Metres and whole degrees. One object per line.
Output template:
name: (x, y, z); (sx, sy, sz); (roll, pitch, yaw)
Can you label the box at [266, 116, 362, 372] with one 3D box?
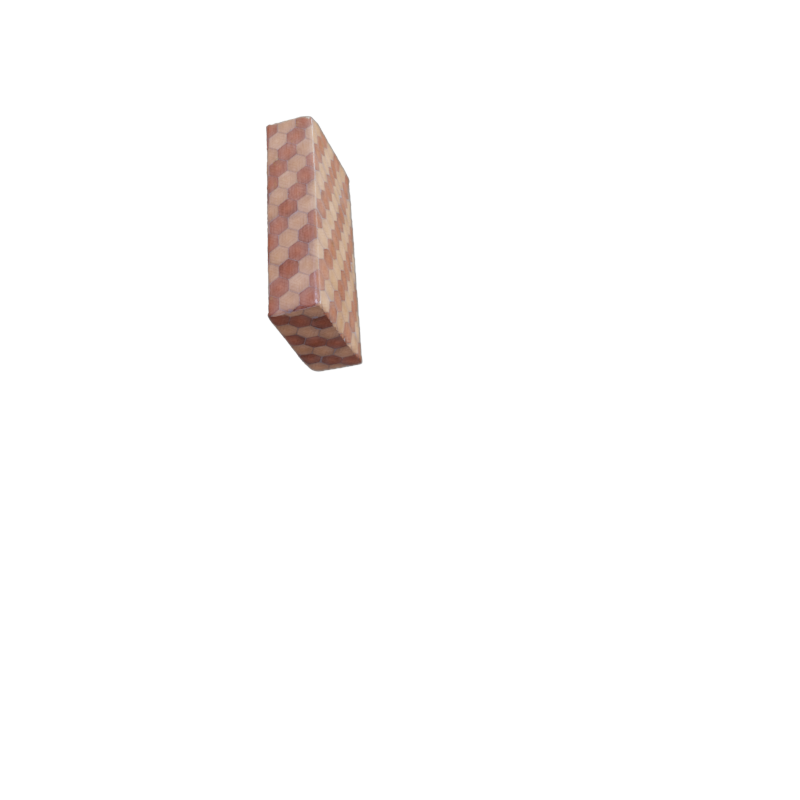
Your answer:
box: (-0.065, -0.120, 0.836); (0.049, 0.188, 0.086); (-12, -33, 15)
